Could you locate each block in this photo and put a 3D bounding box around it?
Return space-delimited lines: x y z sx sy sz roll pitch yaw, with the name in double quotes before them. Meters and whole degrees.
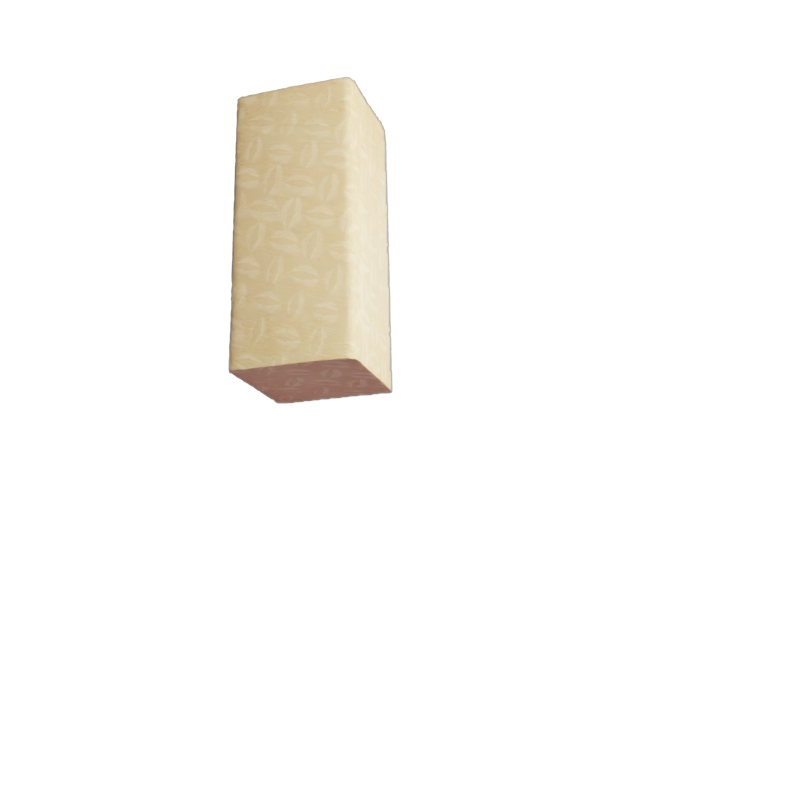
"block" -0.061 -0.113 0.787 0.092 0.217 0.085 -8 -22 16
